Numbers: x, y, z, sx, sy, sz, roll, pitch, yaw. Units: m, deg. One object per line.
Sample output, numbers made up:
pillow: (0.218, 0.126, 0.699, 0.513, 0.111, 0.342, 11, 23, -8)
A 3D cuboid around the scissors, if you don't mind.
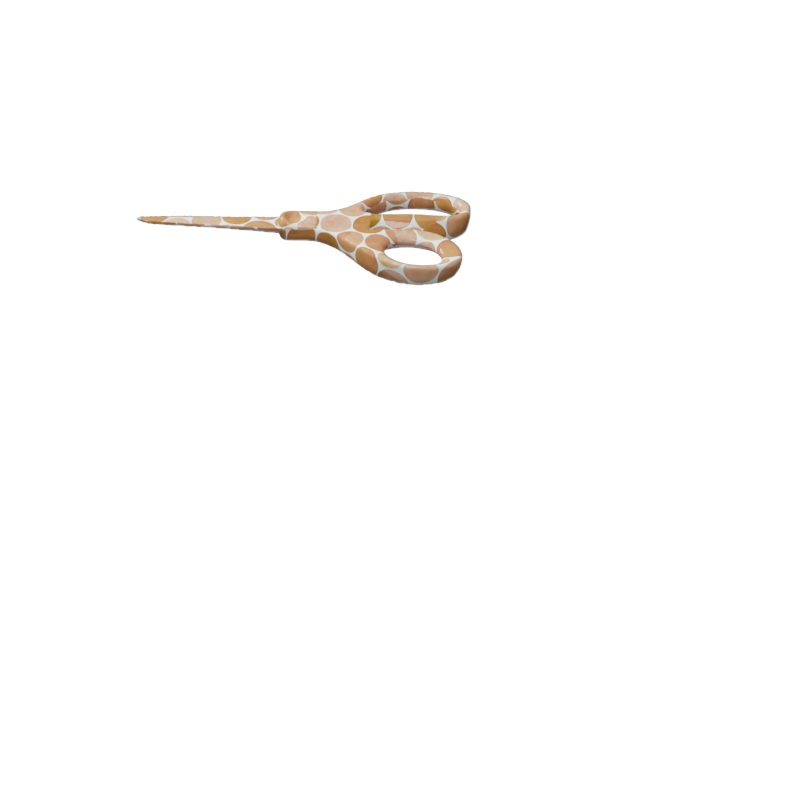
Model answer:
scissors: (-0.051, -0.094, 0.657, 0.200, 0.015, 0.104, -8, 38, -10)
